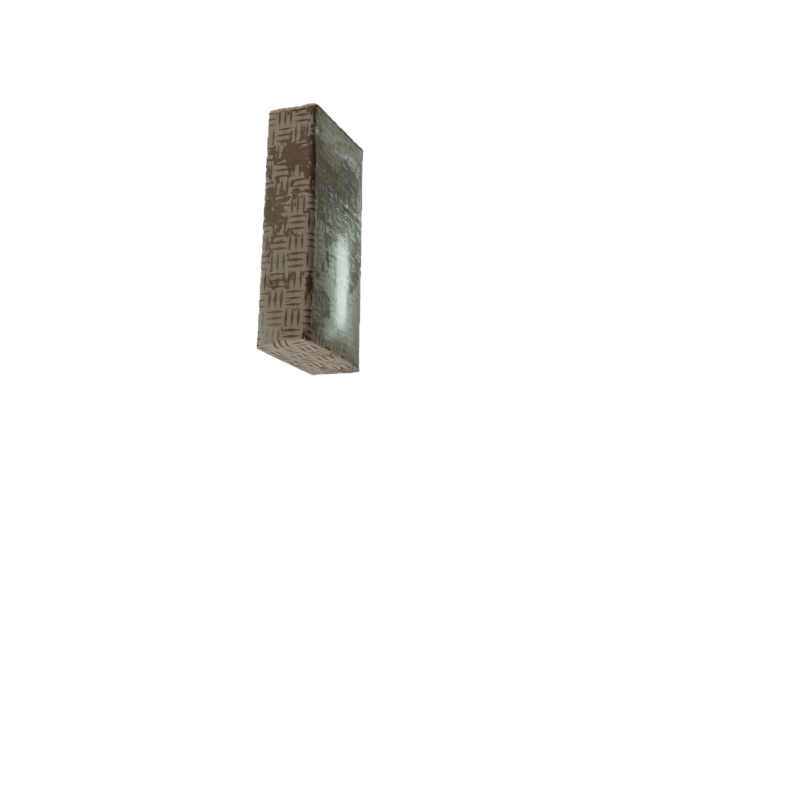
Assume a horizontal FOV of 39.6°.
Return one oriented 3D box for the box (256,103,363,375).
[{"bbox_3d":[-0.063,-0.114,0.799,0.049,0.184,0.088,-9,-20,20],"label":"box"}]
